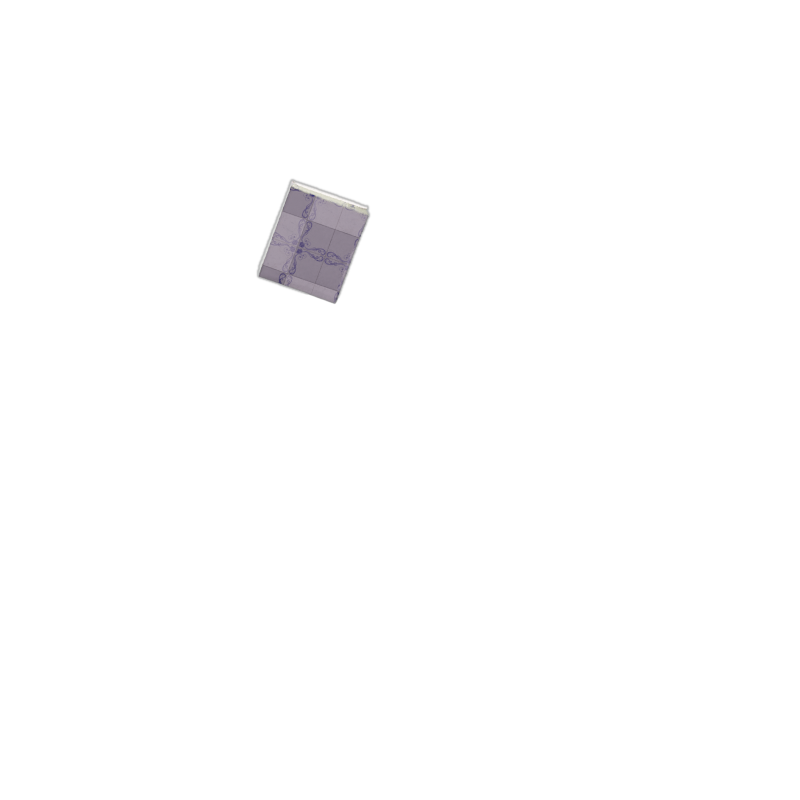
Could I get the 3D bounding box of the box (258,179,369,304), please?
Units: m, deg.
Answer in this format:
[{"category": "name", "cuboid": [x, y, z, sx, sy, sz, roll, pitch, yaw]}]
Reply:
[{"category": "box", "cuboid": [-0.076, -0.138, 0.966, 0.072, 0.087, 0.031, 19, 14, -6]}]
